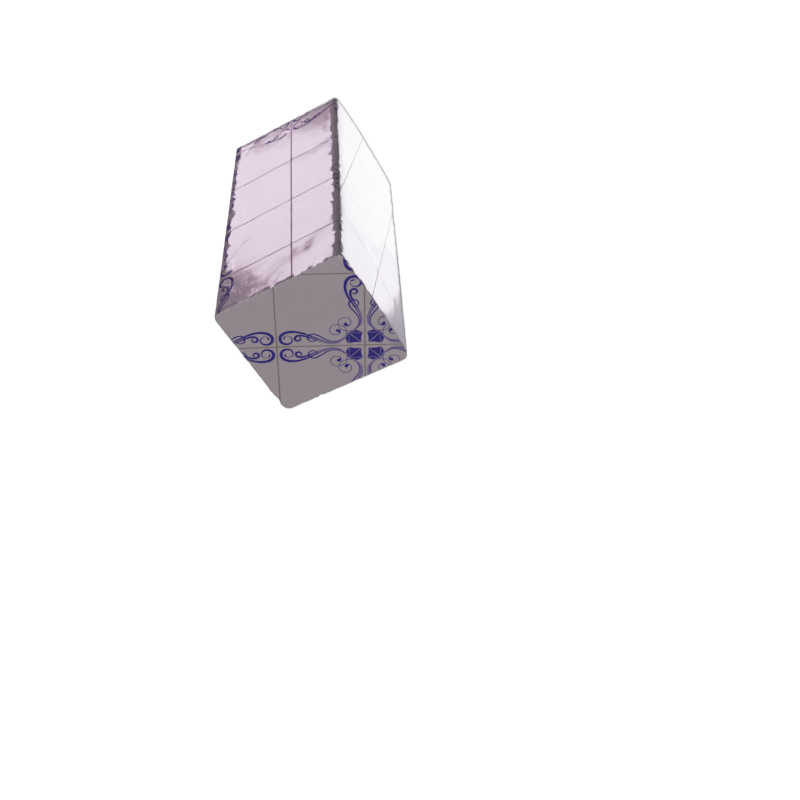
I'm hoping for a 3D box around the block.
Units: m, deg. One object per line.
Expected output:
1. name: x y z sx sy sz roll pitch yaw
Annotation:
1. block: -0.058 -0.107 0.753 0.091 0.084 0.221 -24 36 15
